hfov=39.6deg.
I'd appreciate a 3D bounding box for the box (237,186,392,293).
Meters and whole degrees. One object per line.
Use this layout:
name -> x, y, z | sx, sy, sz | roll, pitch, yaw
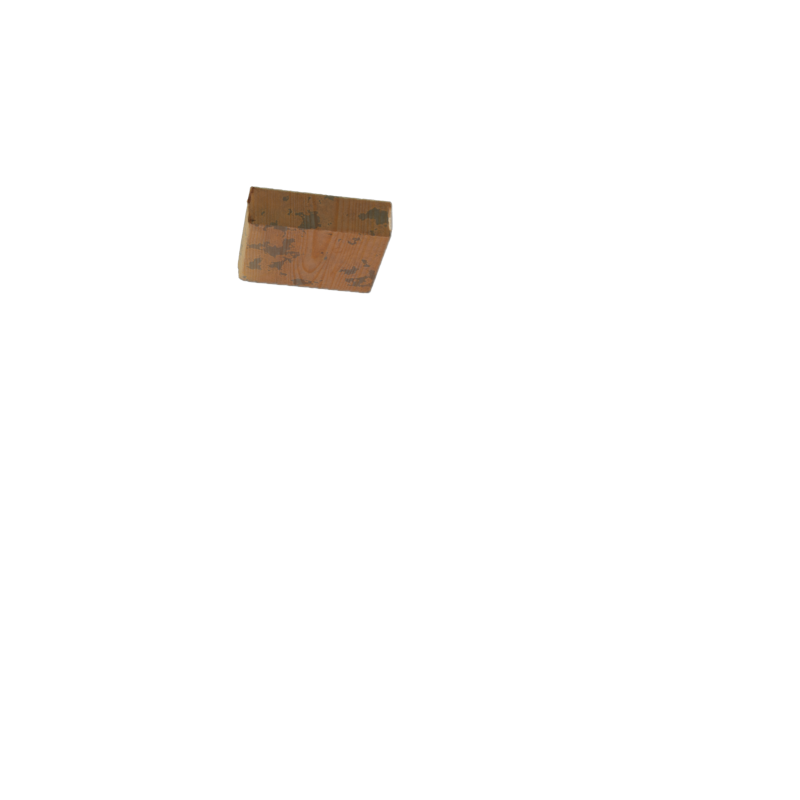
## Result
box -> -0.069, -0.125, 0.875 | 0.112, 0.041, 0.085 | 4, -28, -9
